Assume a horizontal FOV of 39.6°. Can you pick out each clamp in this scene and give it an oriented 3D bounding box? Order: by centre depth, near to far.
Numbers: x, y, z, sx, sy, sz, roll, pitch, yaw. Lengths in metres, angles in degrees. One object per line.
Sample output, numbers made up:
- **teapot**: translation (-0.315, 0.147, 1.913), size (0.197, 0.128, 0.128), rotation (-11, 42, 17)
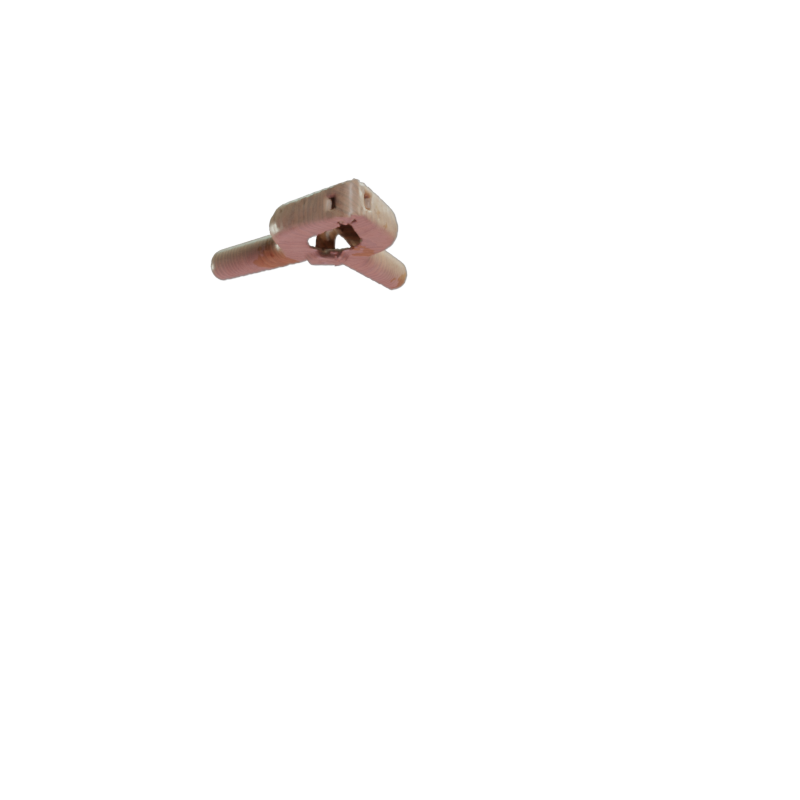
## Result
- **clamp**: translation (-0.066, -0.121, 0.848), size (0.164, 0.037, 0.205), rotation (1, -9, -5)
